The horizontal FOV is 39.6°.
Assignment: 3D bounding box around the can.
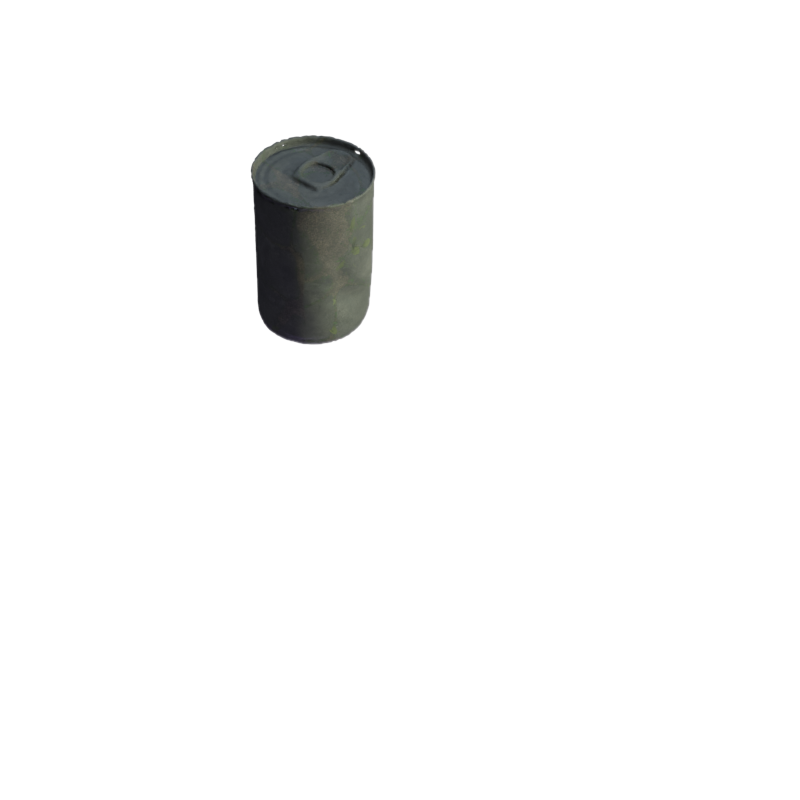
[{"bbox_3d":[-0.050,-0.091,0.634,0.068,0.095,0.074,0,43,-3],"label":"can"}]
